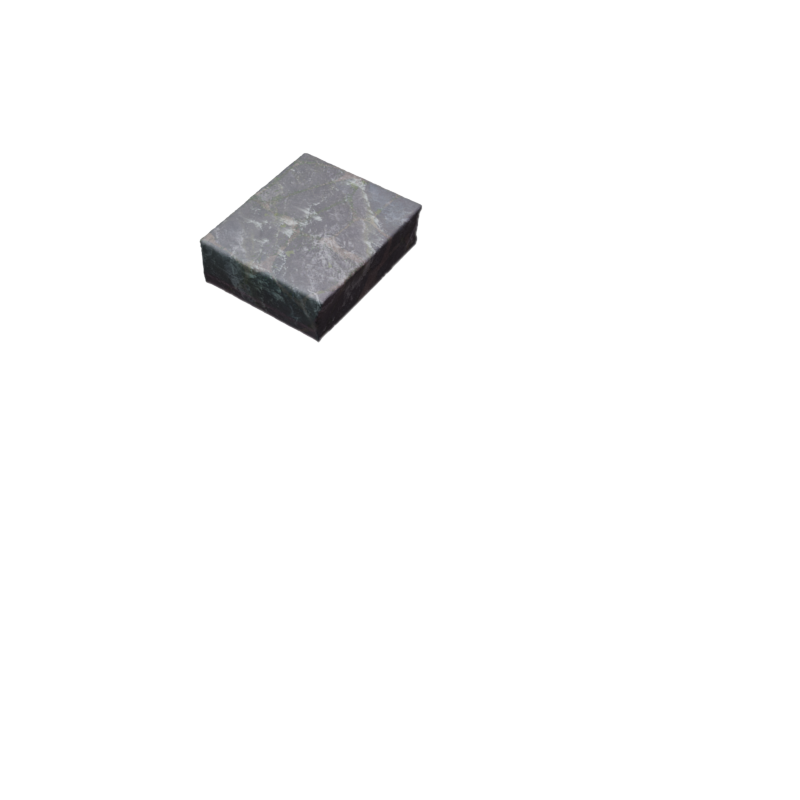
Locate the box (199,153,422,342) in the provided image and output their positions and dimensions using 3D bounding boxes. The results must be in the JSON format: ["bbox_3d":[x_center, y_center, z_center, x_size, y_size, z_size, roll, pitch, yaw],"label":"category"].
[{"bbox_3d":[-0.053,-0.097,0.680,0.094,0.036,0.116,25,52,21],"label":"box"}]
